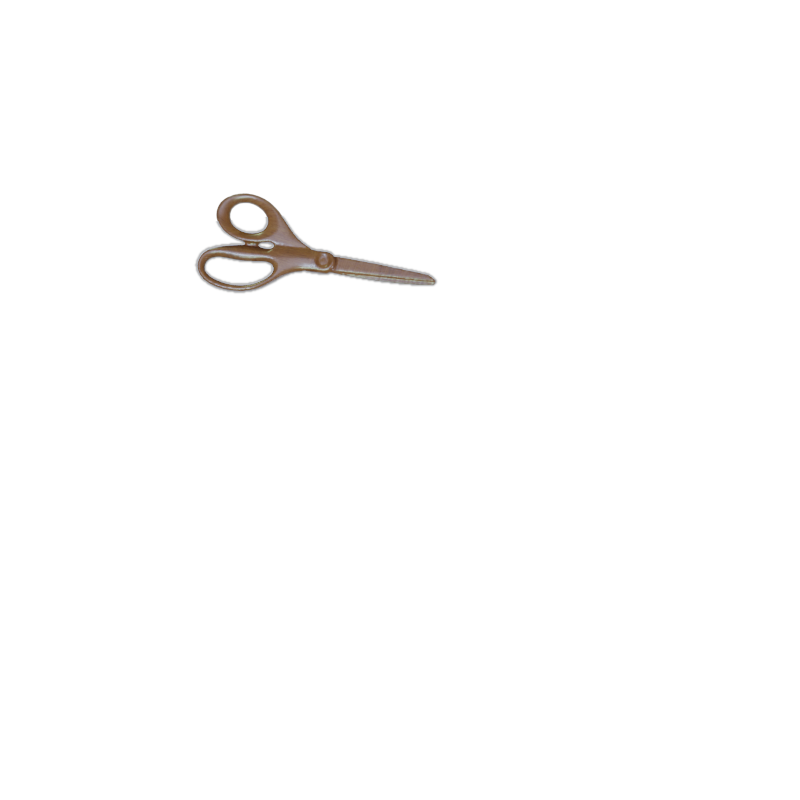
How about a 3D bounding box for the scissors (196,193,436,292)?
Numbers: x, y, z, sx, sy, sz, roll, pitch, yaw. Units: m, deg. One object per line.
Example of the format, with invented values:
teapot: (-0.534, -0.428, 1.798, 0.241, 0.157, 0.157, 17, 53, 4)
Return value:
scissors: (-0.075, -0.136, 0.955, 0.201, 0.100, 0.015, -5, -16, -2)
